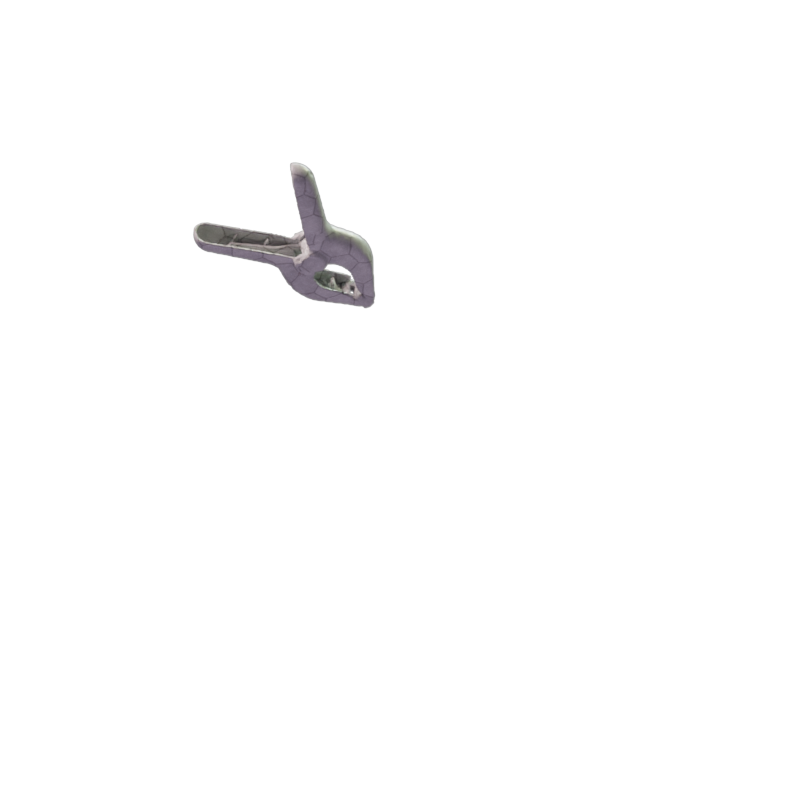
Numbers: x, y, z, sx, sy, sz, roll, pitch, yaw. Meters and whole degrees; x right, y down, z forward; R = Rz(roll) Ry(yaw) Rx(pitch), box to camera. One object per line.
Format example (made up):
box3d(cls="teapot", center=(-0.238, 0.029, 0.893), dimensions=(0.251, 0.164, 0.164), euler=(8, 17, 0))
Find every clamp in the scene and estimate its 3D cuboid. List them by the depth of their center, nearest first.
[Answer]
box3d(cls="clamp", center=(-0.072, -0.132, 0.924), dimensions=(0.161, 0.042, 0.119), euler=(24, -38, -35))
